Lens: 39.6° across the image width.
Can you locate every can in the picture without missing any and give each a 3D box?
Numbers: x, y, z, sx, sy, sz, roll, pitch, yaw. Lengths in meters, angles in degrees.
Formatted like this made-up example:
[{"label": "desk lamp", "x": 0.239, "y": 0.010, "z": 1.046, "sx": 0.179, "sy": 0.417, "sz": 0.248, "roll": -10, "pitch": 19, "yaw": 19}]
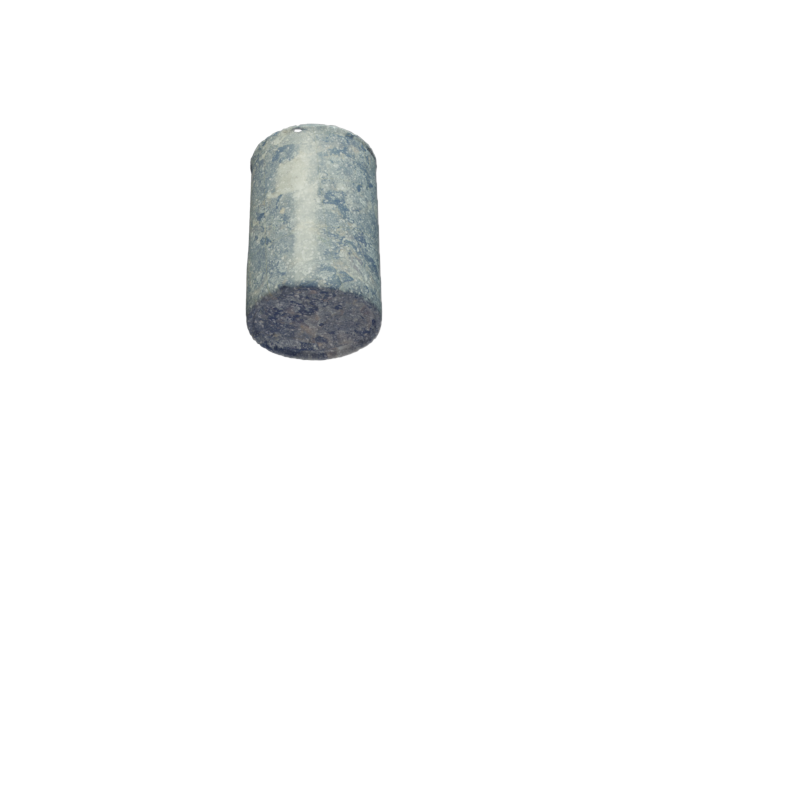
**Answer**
[{"label": "can", "x": -0.044, "y": -0.080, "z": 0.563, "sx": 0.068, "sy": 0.109, "sz": 0.064, "roll": -1, "pitch": -34, "yaw": -2}]
